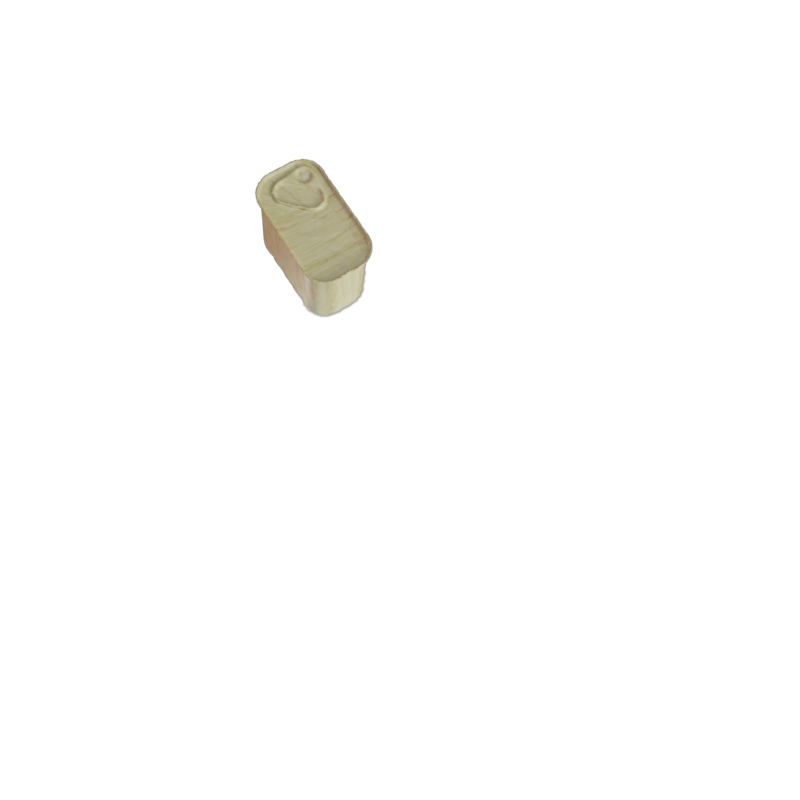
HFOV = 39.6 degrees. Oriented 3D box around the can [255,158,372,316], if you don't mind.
[{"bbox_3d":[-0.068,-0.123,0.862,0.057,0.107,0.080,-30,-17,-12],"label":"can"}]
